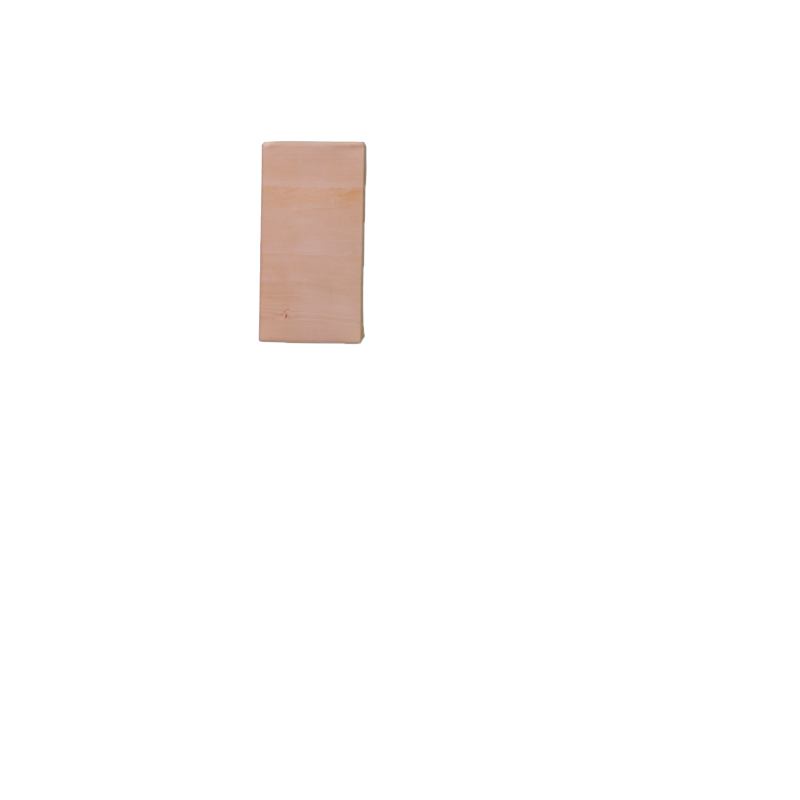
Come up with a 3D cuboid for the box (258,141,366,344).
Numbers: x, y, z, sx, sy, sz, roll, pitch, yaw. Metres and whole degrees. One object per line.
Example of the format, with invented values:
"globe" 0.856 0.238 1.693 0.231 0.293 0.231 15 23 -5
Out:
"box" -0.077 -0.140 0.978 0.094 0.175 0.048 1 4 3
